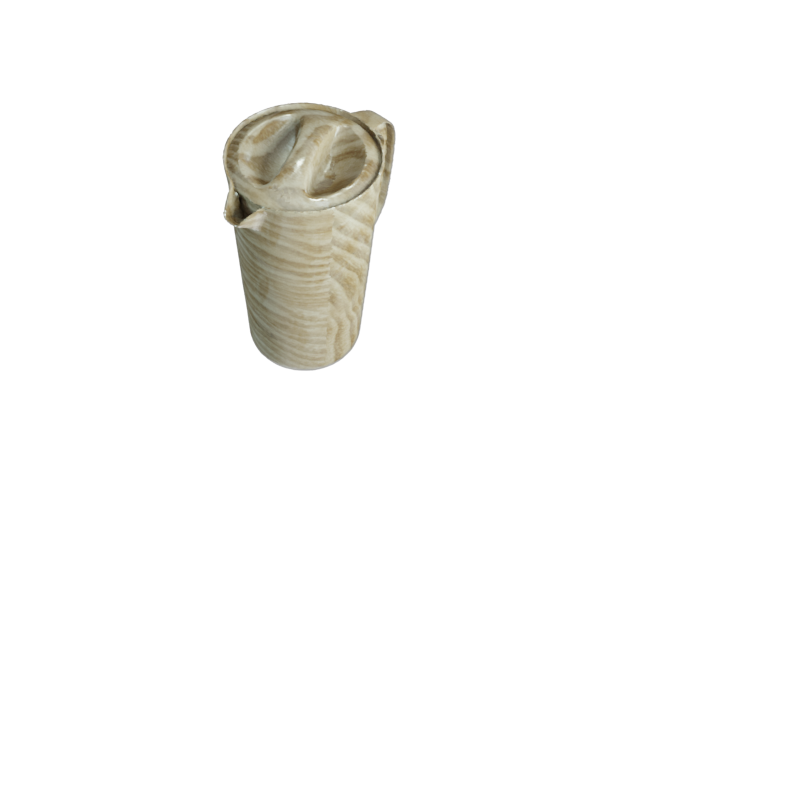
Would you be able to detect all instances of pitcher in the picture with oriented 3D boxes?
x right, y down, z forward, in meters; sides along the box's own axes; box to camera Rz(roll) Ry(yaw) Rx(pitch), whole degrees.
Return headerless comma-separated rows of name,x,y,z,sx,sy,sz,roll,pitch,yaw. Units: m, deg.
pitcher,-0.078,-0.143,1.000,0.149,0.156,0.227,-1,-38,-4
